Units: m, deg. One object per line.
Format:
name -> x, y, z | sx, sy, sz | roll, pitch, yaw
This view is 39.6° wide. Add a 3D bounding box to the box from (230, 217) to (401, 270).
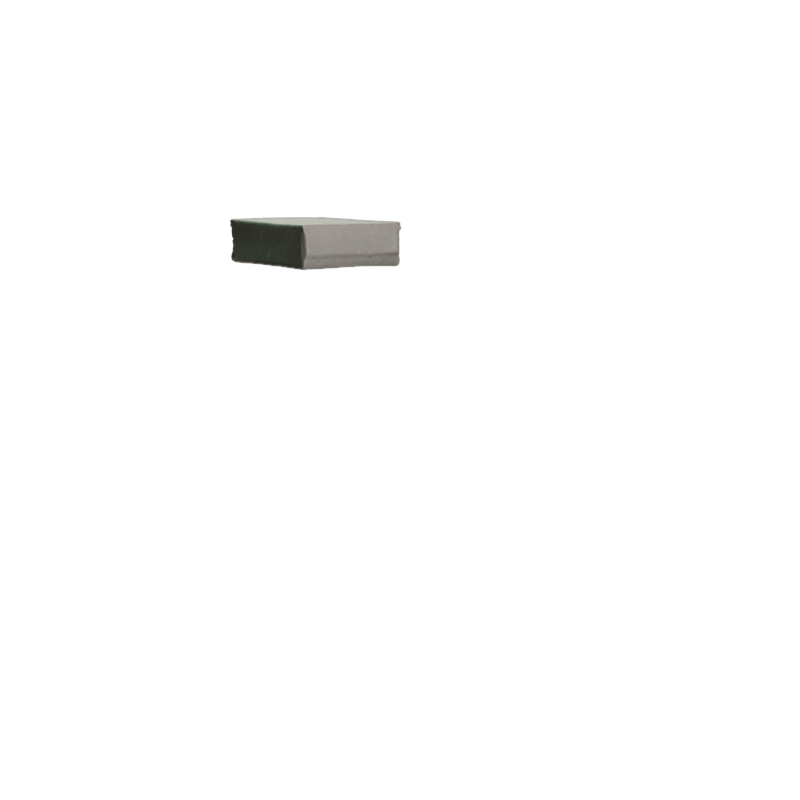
box -> -0.068, -0.123, 0.864 | 0.087, 0.038, 0.119 | -5, 10, -35
